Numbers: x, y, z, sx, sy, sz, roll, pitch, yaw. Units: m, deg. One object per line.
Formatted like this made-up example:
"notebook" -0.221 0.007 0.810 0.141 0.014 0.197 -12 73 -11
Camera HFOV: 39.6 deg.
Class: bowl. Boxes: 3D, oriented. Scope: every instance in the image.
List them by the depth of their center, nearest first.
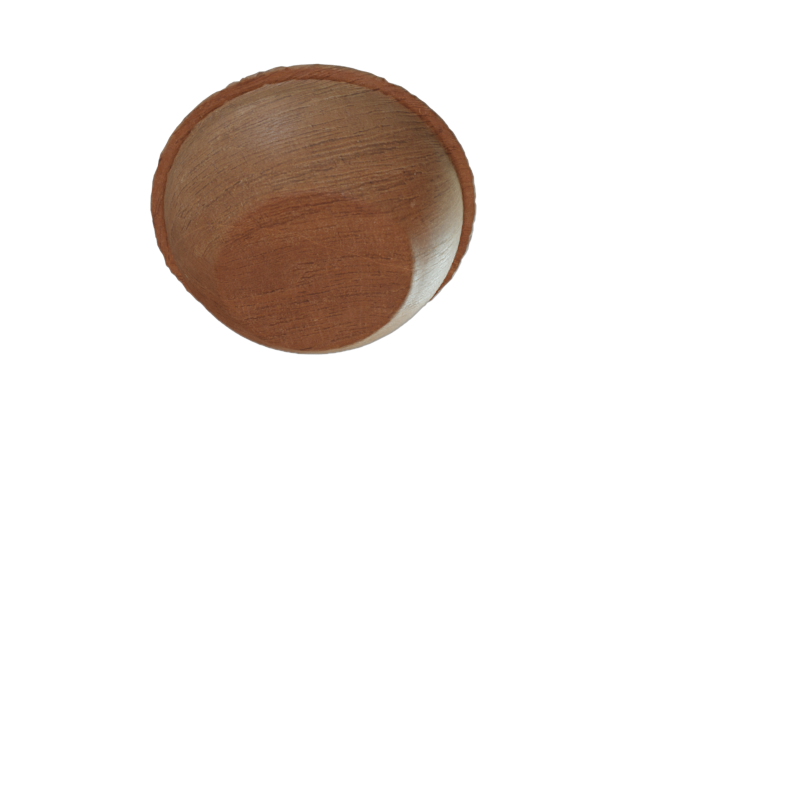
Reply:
"bowl" -0.041 -0.076 0.529 0.162 0.152 0.059 1 36 -1
